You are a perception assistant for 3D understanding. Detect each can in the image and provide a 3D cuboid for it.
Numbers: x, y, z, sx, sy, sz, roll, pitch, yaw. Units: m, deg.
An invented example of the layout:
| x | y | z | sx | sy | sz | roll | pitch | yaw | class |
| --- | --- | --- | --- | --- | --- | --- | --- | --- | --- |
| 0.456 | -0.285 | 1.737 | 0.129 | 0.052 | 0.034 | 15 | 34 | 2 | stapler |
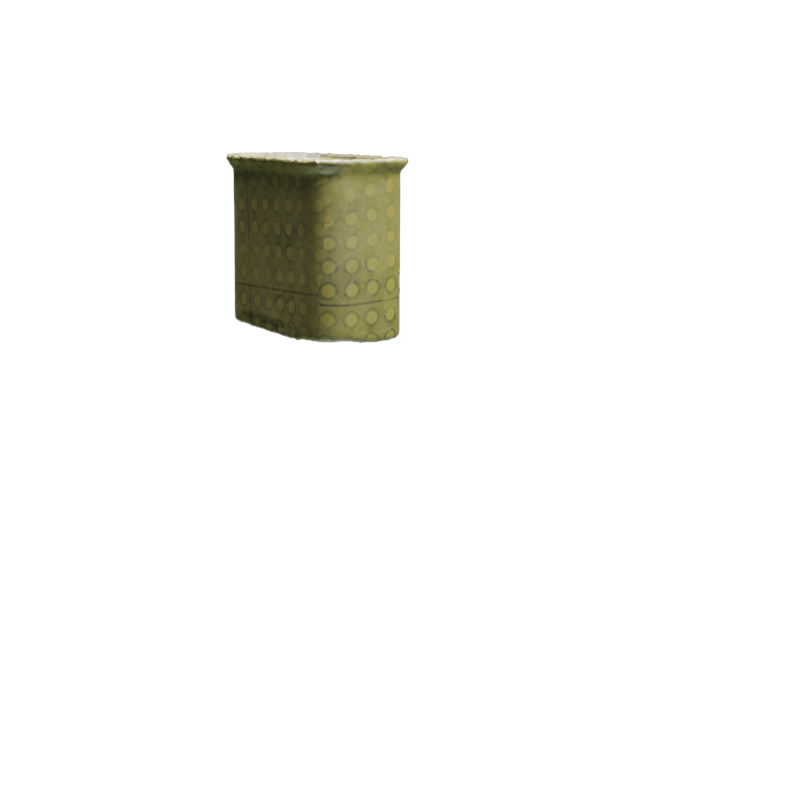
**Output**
| x | y | z | sx | sy | sz | roll | pitch | yaw | class |
| --- | --- | --- | --- | --- | --- | --- | --- | --- | --- |
| -0.042 | -0.076 | 0.535 | 0.056 | 0.082 | 0.107 | -5 | 12 | -33 | can |
